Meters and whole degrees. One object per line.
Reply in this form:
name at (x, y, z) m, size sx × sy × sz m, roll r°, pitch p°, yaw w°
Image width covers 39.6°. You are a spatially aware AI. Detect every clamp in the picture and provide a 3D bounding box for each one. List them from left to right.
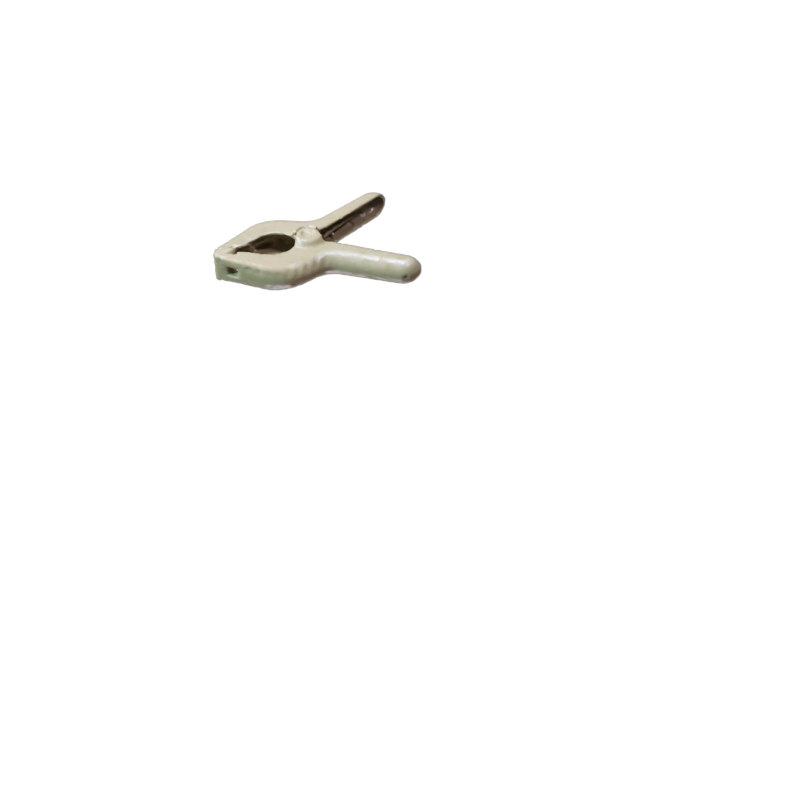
clamp at (-0.075, -0.136, 0.954) m, size 0.170 × 0.037 × 0.129 m, roll -3°, pitch 35°, yaw -5°
